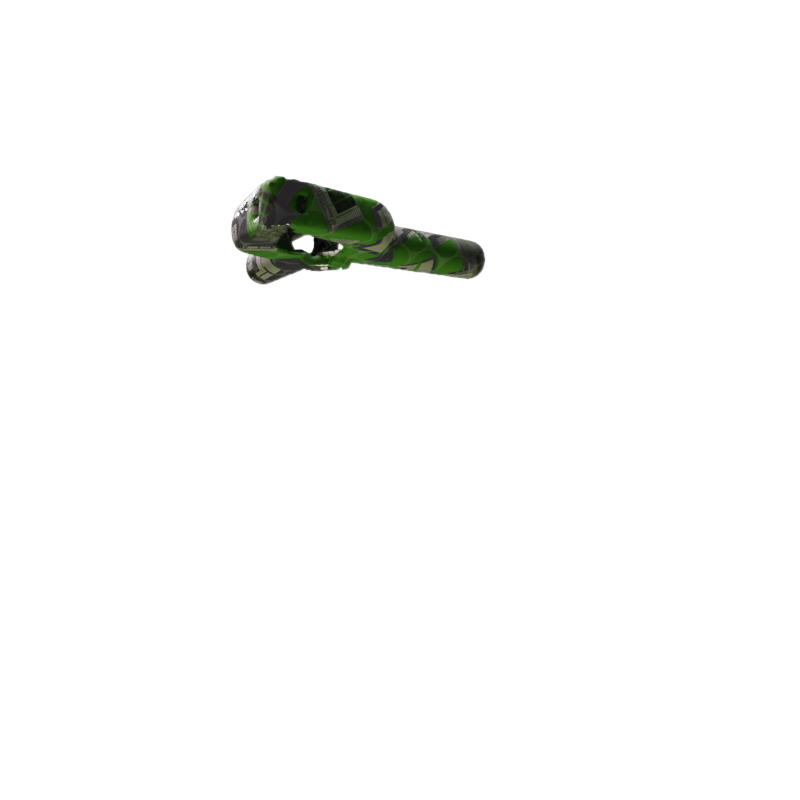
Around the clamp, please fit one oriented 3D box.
[{"bbox_3d":[-0.053,-0.097,0.677,0.168,0.037,0.201,-1,-4,21],"label":"clamp"}]
